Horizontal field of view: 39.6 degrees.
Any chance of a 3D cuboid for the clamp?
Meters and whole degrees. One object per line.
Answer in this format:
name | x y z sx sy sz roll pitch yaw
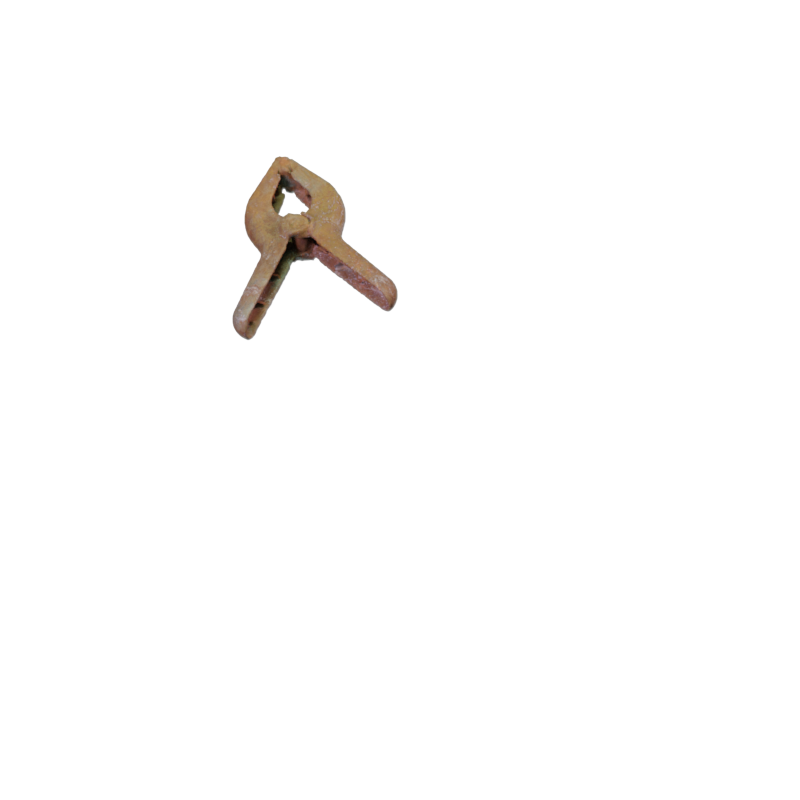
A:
clamp | -0.066 -0.121 0.849 0.120 0.184 0.037 -2 -37 -2
